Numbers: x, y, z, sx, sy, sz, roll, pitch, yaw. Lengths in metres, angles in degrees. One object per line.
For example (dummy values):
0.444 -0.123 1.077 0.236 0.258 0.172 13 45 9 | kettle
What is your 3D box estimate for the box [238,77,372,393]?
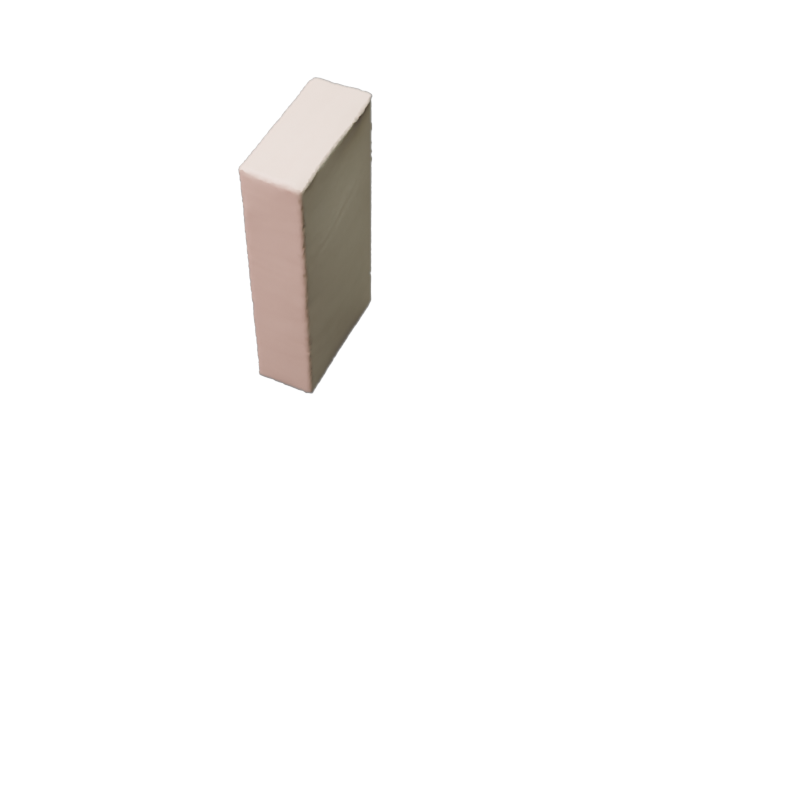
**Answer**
-0.052 -0.095 0.669 0.049 0.097 0.164 21 -37 12 | box
